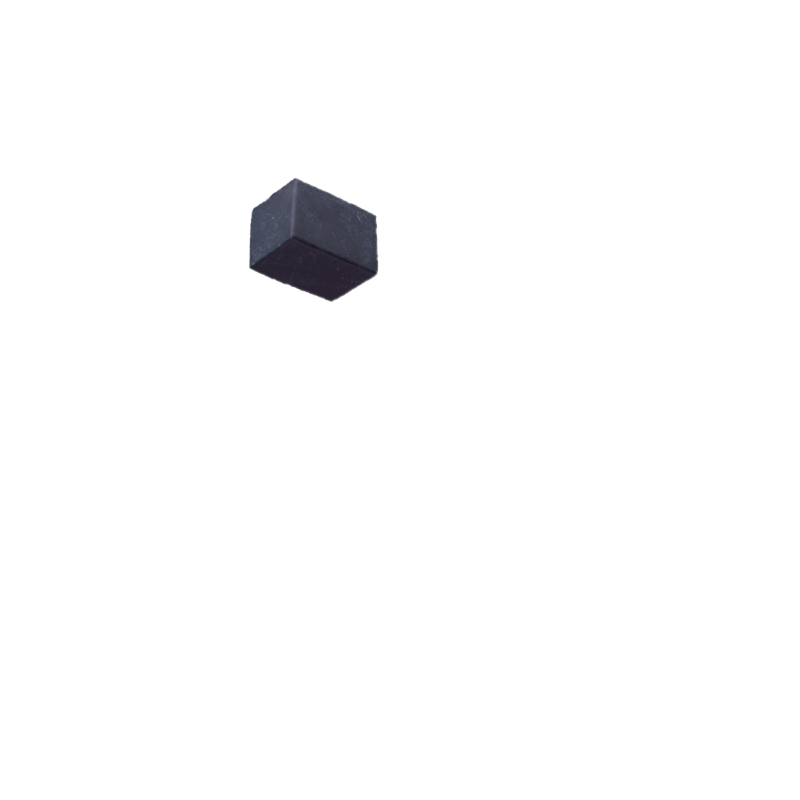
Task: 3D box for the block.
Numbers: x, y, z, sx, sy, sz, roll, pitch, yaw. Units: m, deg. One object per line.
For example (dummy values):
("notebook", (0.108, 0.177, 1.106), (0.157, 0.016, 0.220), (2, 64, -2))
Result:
("block", (-0.061, -0.112, 0.783), (0.073, 0.055, 0.052), (21, -36, -35))
